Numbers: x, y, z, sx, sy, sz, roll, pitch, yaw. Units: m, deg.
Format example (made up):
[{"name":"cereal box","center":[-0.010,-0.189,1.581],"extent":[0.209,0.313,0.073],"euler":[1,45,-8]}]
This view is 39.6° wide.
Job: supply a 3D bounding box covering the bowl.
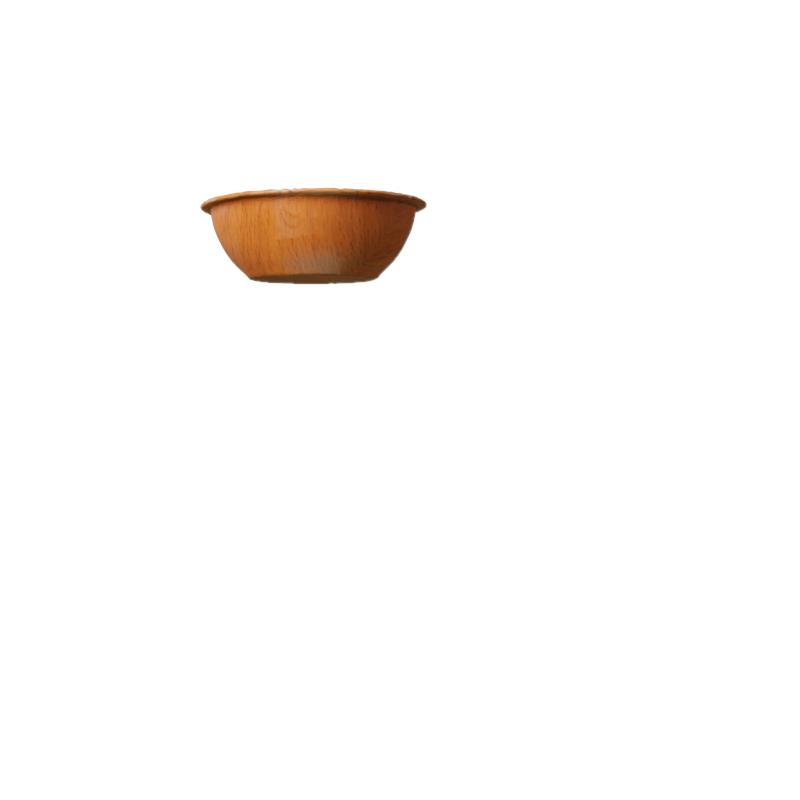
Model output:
[{"name":"bowl","center":[-0.062,-0.113,0.792],"extent":[0.162,0.055,0.161],"euler":[0,1,-2]}]
